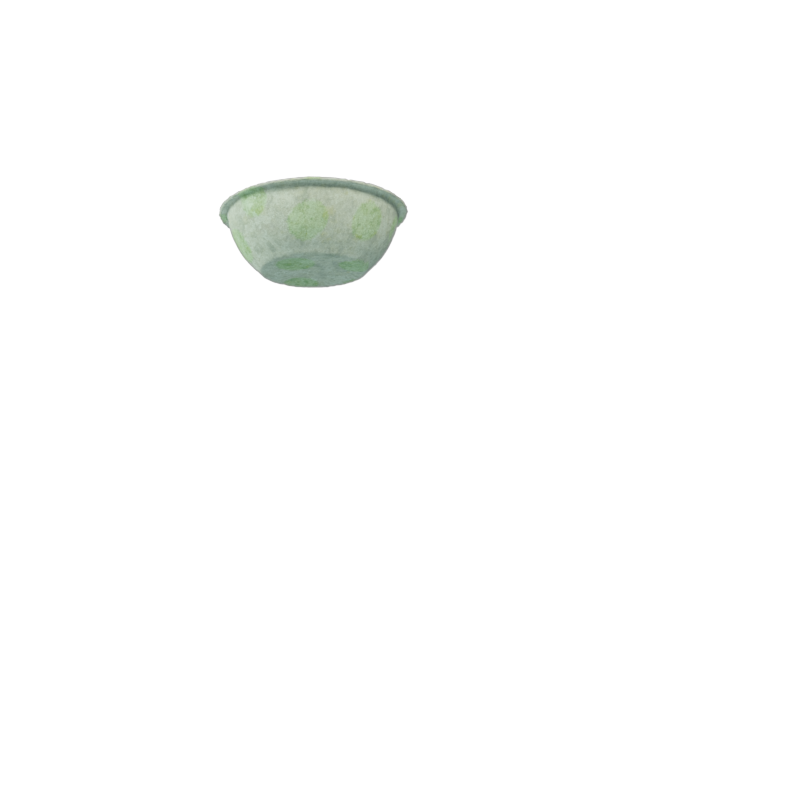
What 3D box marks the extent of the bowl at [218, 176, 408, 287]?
[{"bbox_3d":[-0.074,-0.135,0.946,0.162,0.057,0.156,0,-13,-2],"label":"bowl"}]
